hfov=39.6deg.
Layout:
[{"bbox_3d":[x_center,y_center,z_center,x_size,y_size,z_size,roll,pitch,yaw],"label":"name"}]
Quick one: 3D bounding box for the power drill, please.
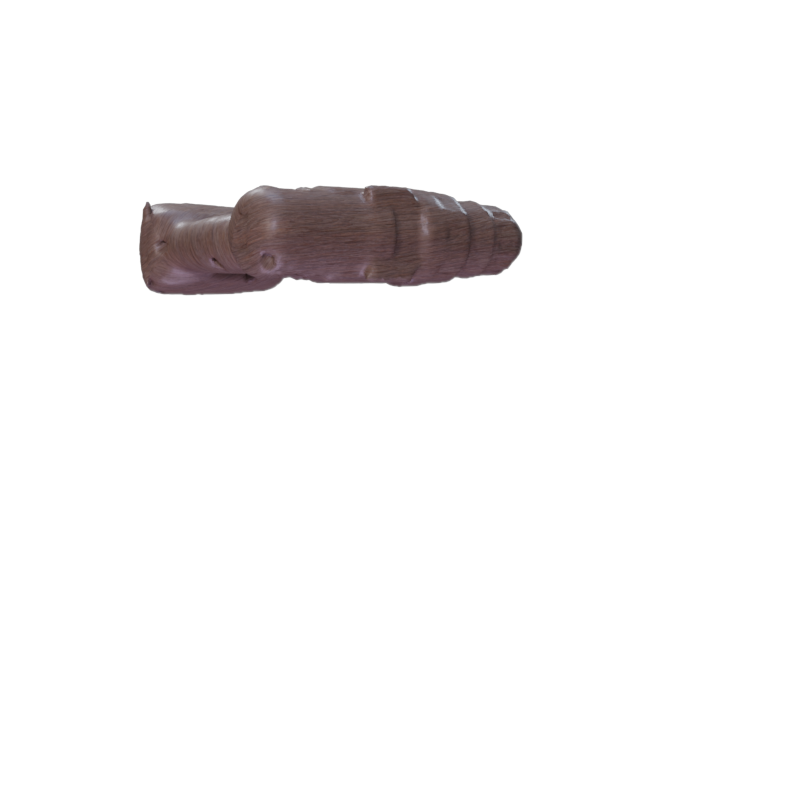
[{"bbox_3d":[-0.050,-0.091,0.637,0.177,0.058,0.194,-2,3,-39],"label":"power drill"}]
